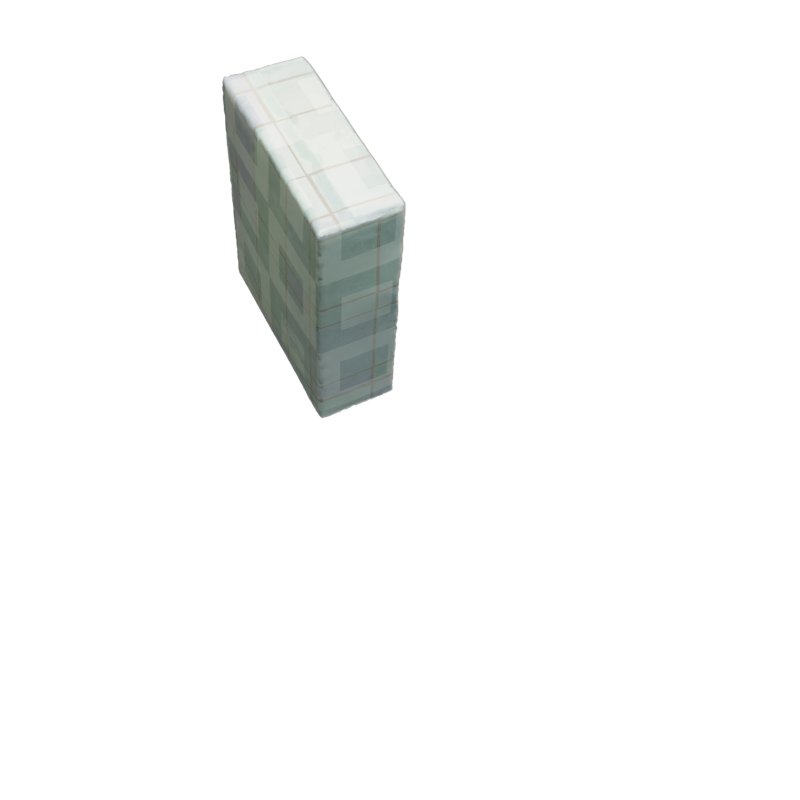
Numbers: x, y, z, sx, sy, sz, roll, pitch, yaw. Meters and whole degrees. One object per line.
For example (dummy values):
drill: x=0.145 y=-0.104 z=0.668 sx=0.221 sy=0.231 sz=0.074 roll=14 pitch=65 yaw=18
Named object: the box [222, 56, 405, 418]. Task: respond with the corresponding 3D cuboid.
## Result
box: x=-0.063 y=-0.115 z=0.808 sx=0.071 sy=0.177 sz=0.200 roll=-20 pitch=-33 yaw=-17
